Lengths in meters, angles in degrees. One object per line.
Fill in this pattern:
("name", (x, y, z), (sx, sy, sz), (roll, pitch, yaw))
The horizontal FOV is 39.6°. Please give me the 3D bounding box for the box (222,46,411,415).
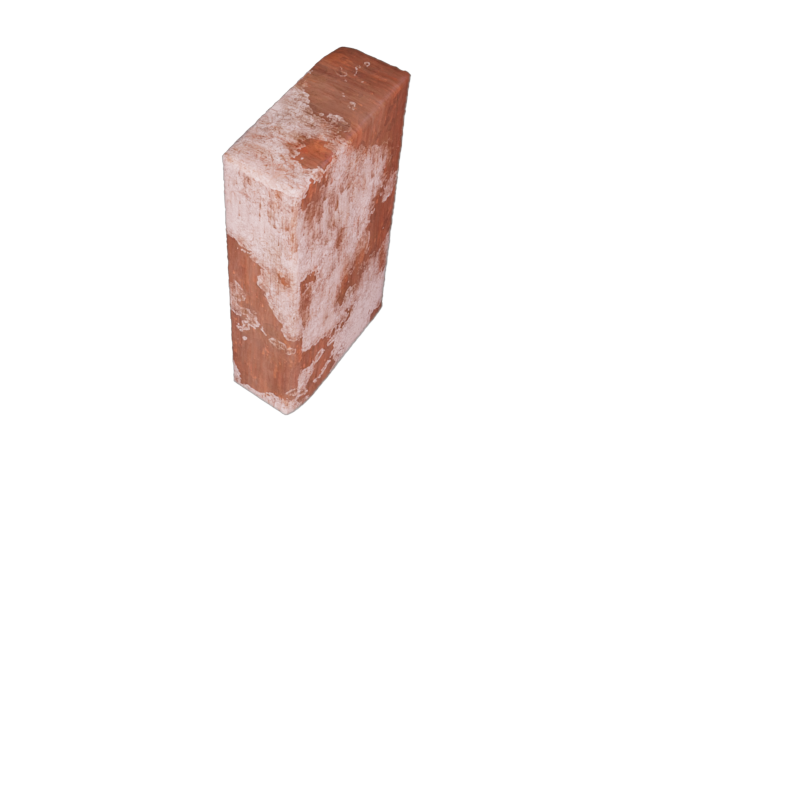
("box", (-0.042, -0.077, 0.540), (0.050, 0.096, 0.165), (28, -33, 16))
